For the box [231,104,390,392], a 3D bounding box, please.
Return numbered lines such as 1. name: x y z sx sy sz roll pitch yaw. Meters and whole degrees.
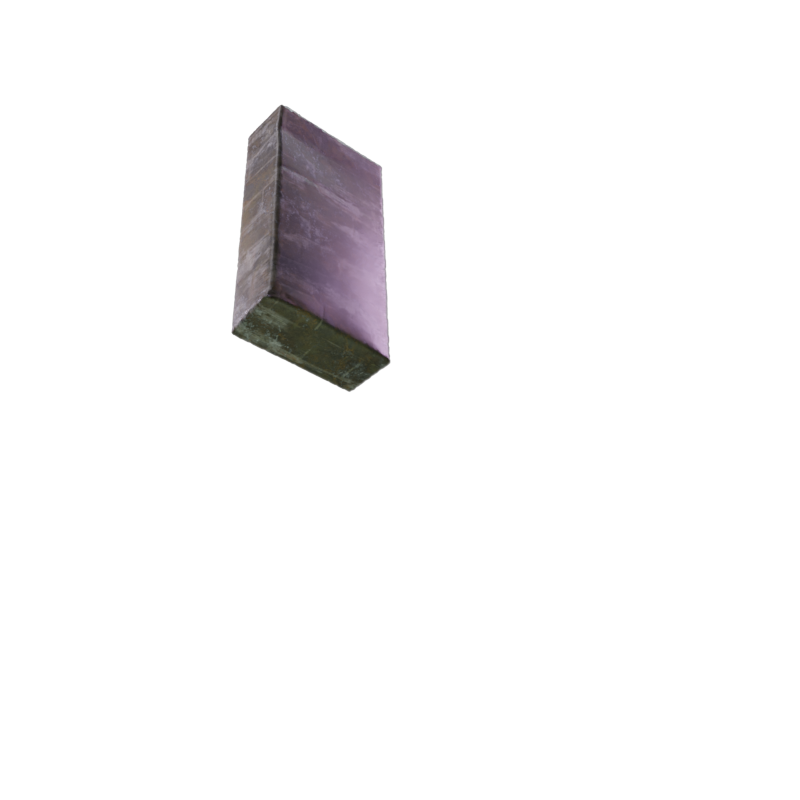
1. box: -0.056 -0.101 0.709 0.088 0.189 0.047 27 -51 -29
